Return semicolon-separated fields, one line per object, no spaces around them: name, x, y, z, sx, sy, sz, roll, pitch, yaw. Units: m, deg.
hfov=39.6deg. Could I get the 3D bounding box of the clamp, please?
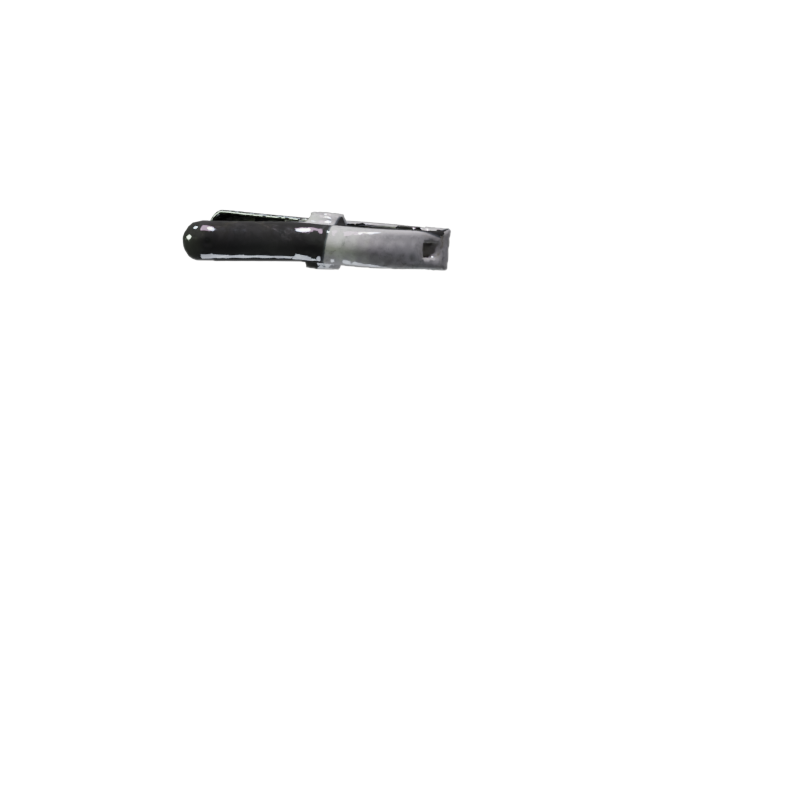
clamp;-0.056;-0.102;0.715;0.174;0.038;0.122;4;18;10
